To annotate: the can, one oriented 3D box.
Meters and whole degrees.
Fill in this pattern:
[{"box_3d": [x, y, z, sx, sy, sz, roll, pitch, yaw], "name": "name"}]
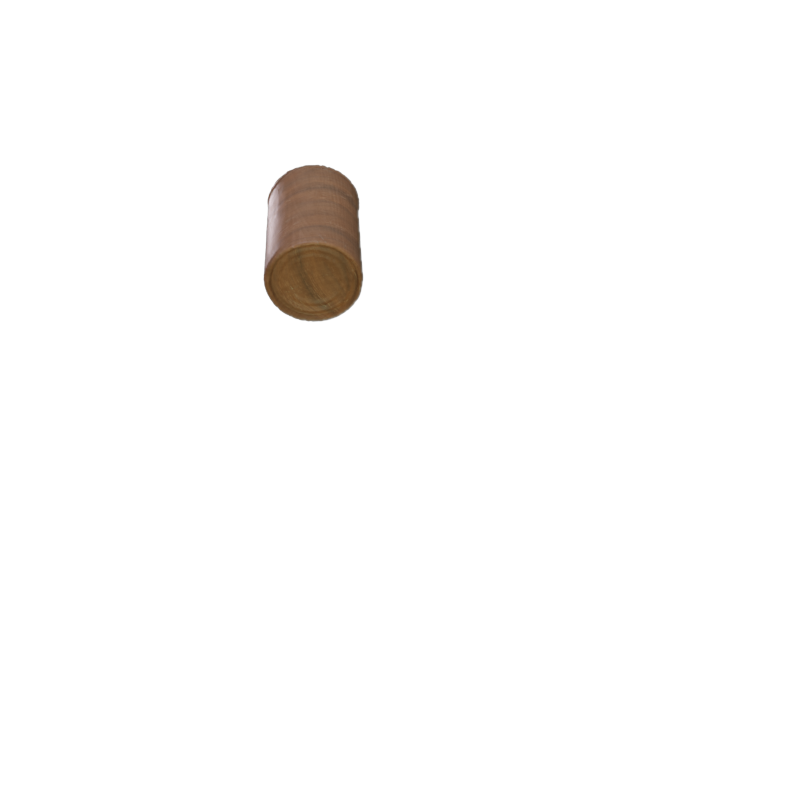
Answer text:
[{"box_3d": [-0.061, -0.111, 0.778, 0.068, 0.064, 0.109, -1, 38, -3], "name": "can"}]
